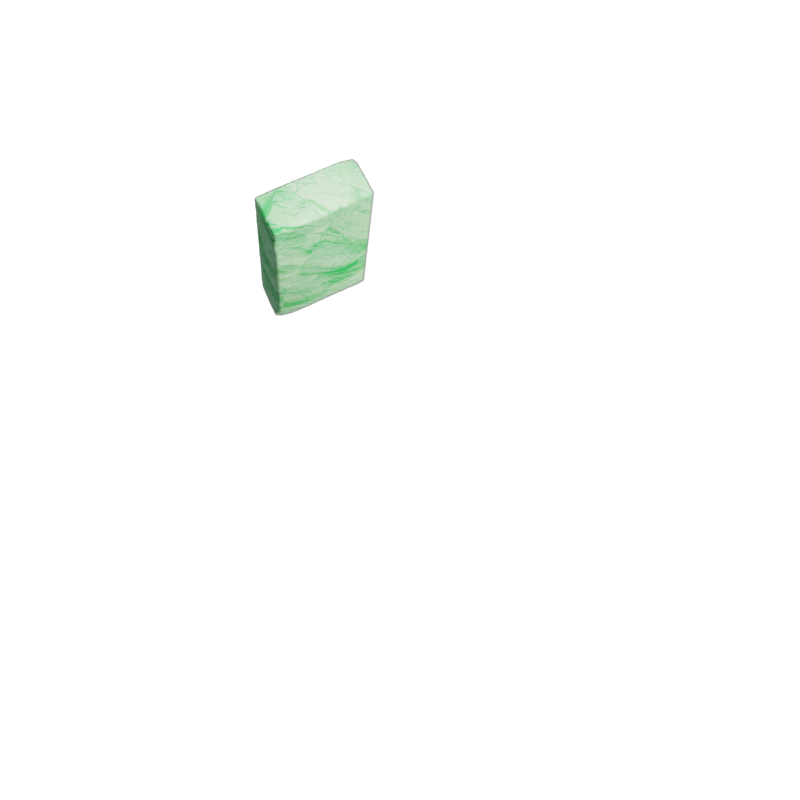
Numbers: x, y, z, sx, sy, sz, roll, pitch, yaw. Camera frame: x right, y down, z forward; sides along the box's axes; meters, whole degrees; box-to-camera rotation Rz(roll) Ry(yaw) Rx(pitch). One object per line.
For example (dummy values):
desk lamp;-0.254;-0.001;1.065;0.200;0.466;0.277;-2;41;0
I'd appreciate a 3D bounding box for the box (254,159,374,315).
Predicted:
box;-0.076;-0.139;0.970;0.093;0.051;0.167;-24;-18;-13
